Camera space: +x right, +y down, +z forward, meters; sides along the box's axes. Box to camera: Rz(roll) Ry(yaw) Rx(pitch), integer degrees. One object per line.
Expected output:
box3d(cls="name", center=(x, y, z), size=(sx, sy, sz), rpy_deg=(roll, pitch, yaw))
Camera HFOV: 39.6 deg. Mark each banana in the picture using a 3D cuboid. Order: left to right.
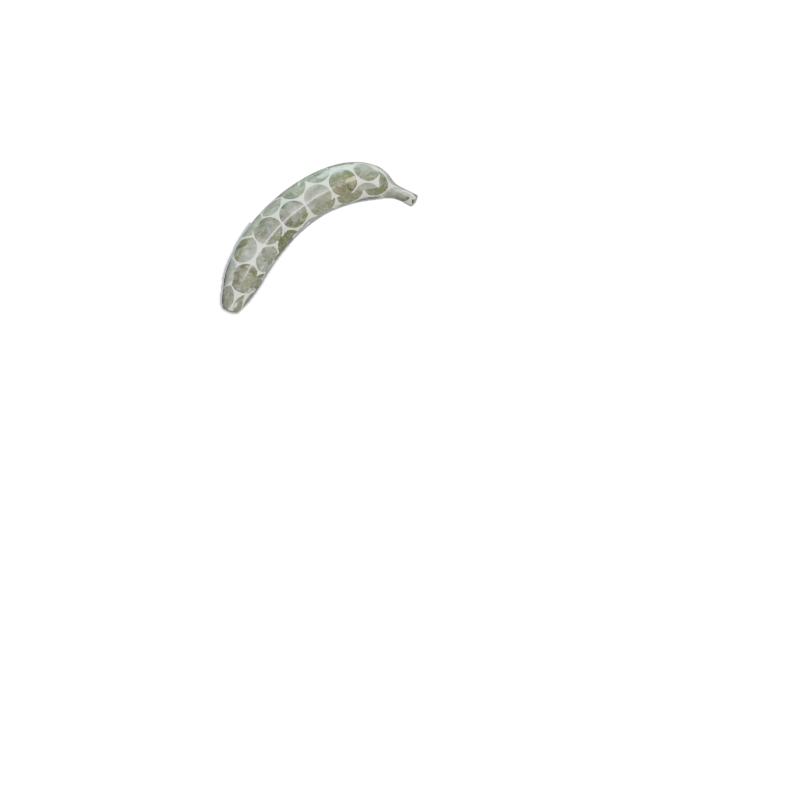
box3d(cls="banana", center=(-0.081, -0.152, 0.950), size=(0.198, 0.073, 0.035), rpy_deg=(-33, -16, -12))
